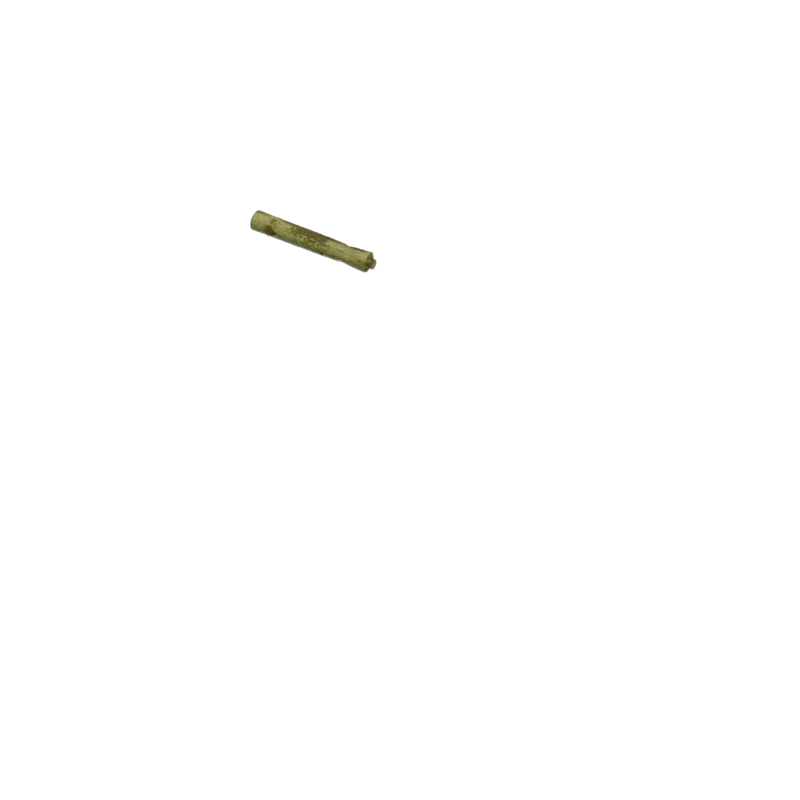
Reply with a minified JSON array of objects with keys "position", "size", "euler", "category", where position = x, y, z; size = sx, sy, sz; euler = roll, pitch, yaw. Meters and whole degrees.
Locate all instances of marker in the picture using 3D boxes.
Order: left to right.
[{"position":[-0.076,-0.138,0.967],"size":[0.126,0.019,0.019],"euler":[23,12,22],"category":"marker"}]
